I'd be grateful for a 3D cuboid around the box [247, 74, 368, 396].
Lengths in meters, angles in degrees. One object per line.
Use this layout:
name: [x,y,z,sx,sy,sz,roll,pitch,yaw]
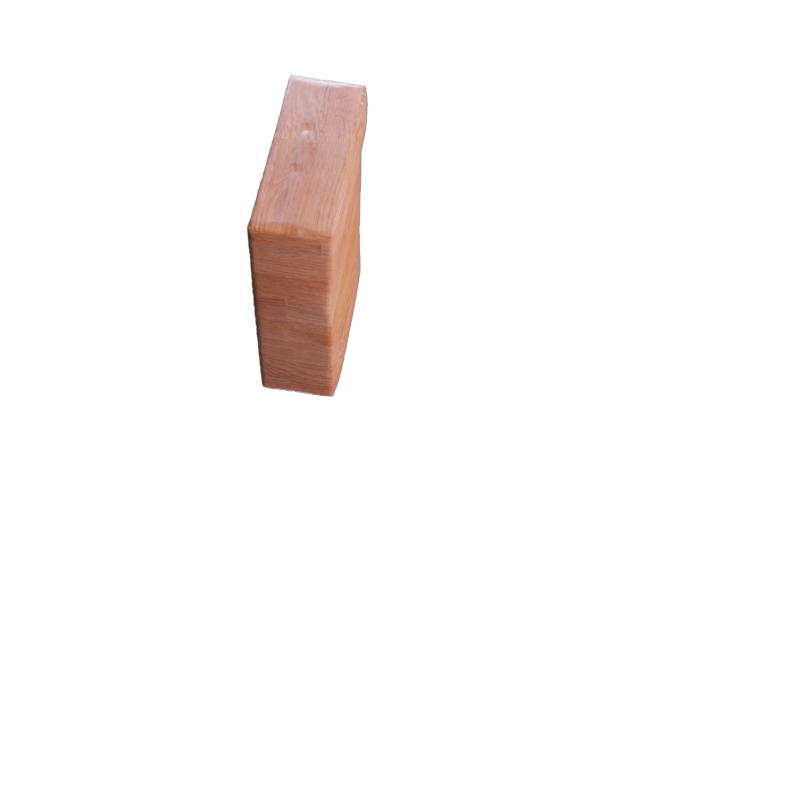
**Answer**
box: [-0.071,-0.129,0.904,0.072,0.174,0.200,8,-35,1]
